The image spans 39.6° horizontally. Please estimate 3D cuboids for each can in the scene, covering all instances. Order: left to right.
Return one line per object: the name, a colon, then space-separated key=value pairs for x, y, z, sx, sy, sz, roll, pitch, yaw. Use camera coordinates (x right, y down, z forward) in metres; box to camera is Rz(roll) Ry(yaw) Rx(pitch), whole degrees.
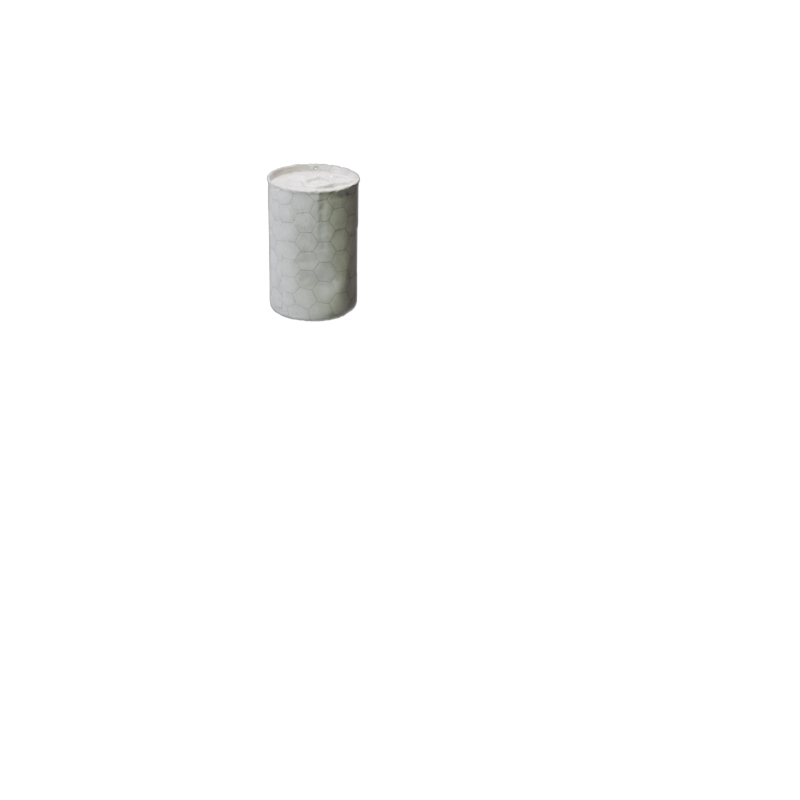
can: x=-0.065 y=-0.118 z=0.826 sx=0.068 sy=0.097 sz=0.072 roll=0 pitch=23 yaw=-2
